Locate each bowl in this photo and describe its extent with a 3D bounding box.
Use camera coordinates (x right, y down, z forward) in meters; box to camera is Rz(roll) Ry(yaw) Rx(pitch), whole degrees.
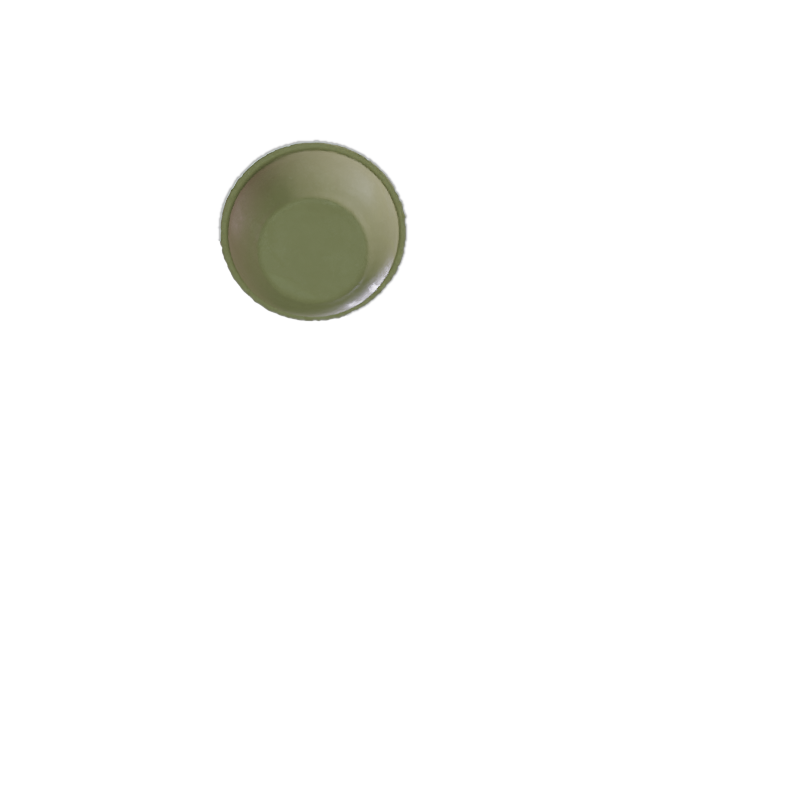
[{"bbox_3d":[-0.073,-0.133,0.934,0.162,0.156,0.057,0,18,-1],"label":"bowl"}]
